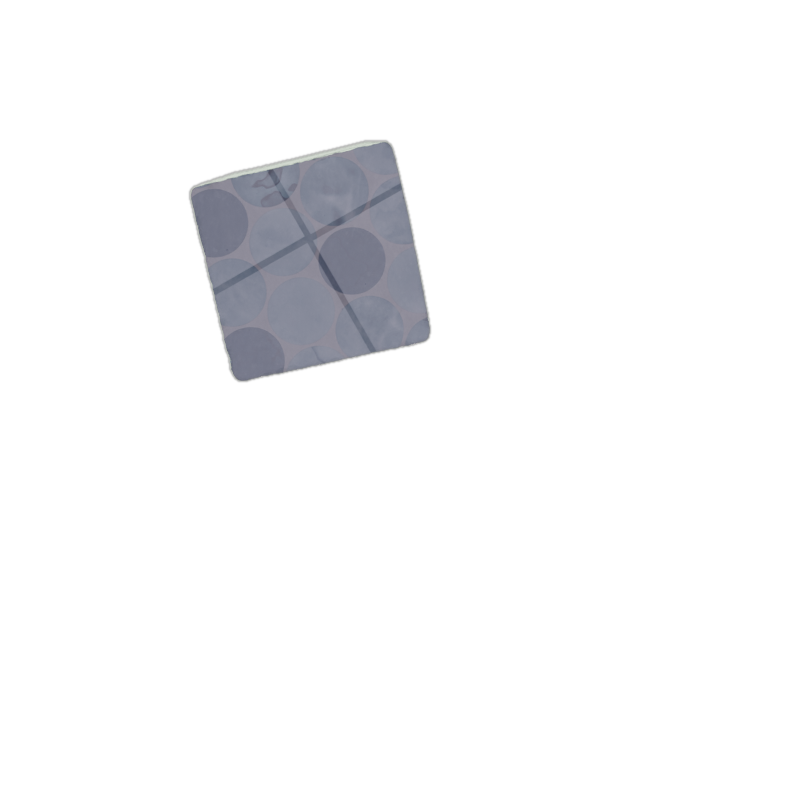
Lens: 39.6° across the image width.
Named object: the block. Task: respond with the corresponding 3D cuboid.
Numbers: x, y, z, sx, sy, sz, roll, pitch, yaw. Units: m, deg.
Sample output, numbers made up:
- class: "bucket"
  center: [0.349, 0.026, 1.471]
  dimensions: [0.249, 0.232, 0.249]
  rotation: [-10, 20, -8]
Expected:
- class: "block"
  center: [-0.045, -0.082, 0.576]
  dimensions: [0.091, 0.088, 0.211]
  rotation: [-13, 12, -1]
